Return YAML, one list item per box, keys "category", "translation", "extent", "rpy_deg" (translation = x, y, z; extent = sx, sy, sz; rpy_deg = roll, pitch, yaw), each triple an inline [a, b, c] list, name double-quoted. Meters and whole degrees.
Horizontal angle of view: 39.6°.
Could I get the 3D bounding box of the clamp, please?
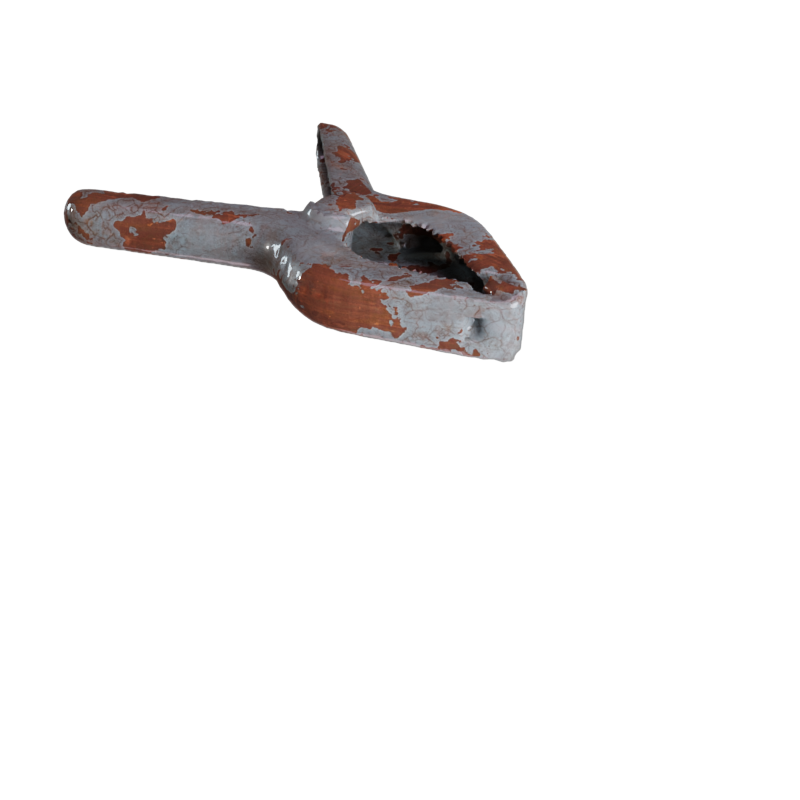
- category: "clamp"
  translation: [-0.038, -0.069, 0.483]
  extent: [0.162, 0.034, 0.226]
  rpy_deg: [-21, 38, -30]
